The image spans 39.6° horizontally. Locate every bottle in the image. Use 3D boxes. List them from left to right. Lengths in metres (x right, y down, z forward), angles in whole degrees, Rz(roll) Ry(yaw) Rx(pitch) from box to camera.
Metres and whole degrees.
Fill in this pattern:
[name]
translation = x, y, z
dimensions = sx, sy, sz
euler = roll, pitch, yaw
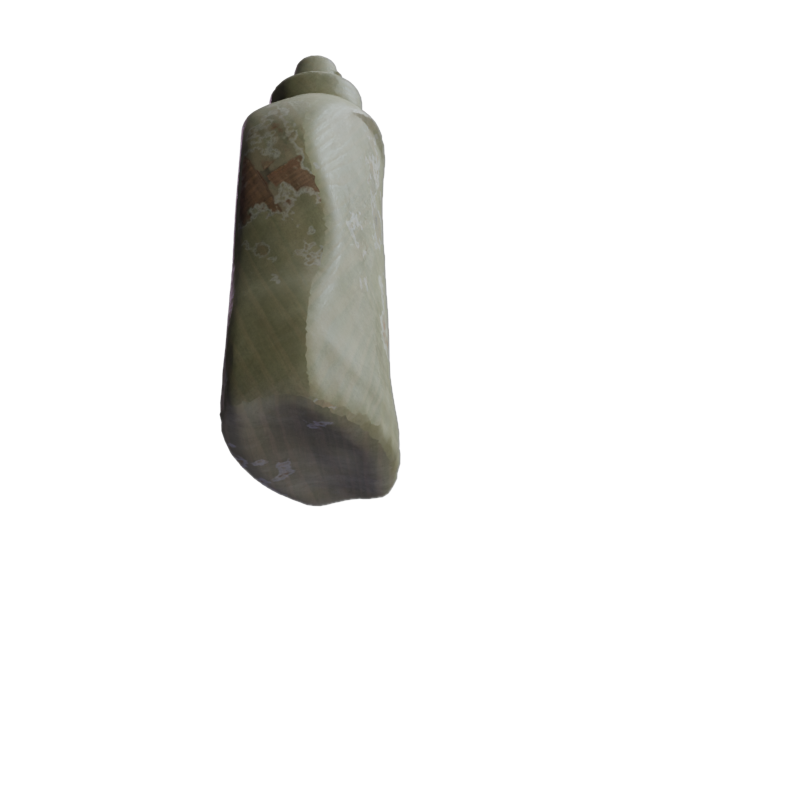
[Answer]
[bottle]
translation = -0.034, -0.064, 0.446
dimensions = 0.059, 0.205, 0.089
euler = -12, -33, 15
